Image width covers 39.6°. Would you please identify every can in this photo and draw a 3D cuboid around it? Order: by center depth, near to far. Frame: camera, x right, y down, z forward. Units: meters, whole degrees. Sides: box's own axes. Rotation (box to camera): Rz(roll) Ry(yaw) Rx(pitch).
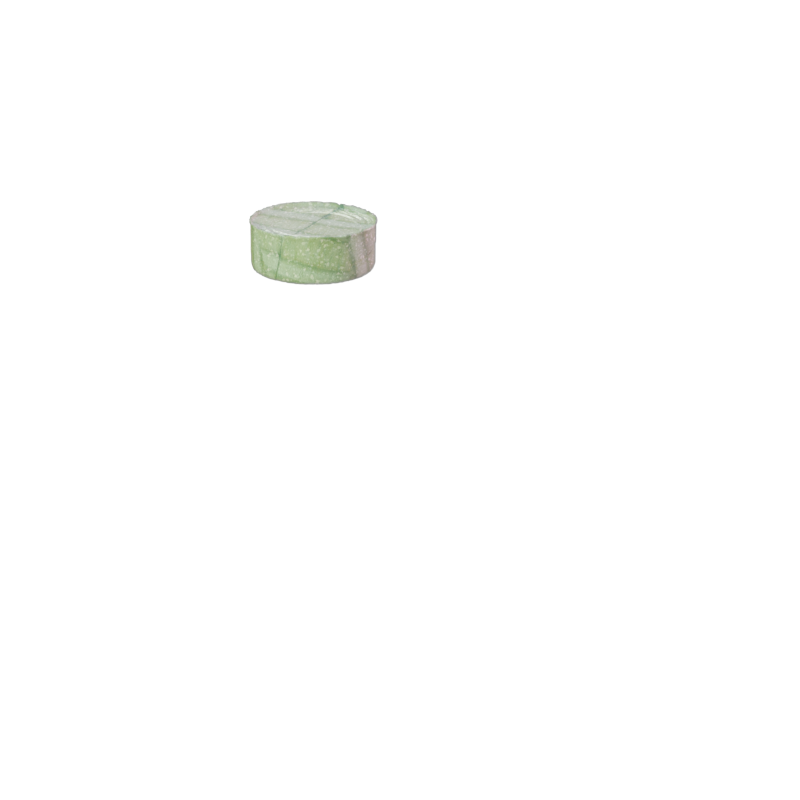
[{"bbox_3d":[-0.058,-0.106,0.745,0.086,0.032,0.090,-1,24,-2],"label":"can"}]
